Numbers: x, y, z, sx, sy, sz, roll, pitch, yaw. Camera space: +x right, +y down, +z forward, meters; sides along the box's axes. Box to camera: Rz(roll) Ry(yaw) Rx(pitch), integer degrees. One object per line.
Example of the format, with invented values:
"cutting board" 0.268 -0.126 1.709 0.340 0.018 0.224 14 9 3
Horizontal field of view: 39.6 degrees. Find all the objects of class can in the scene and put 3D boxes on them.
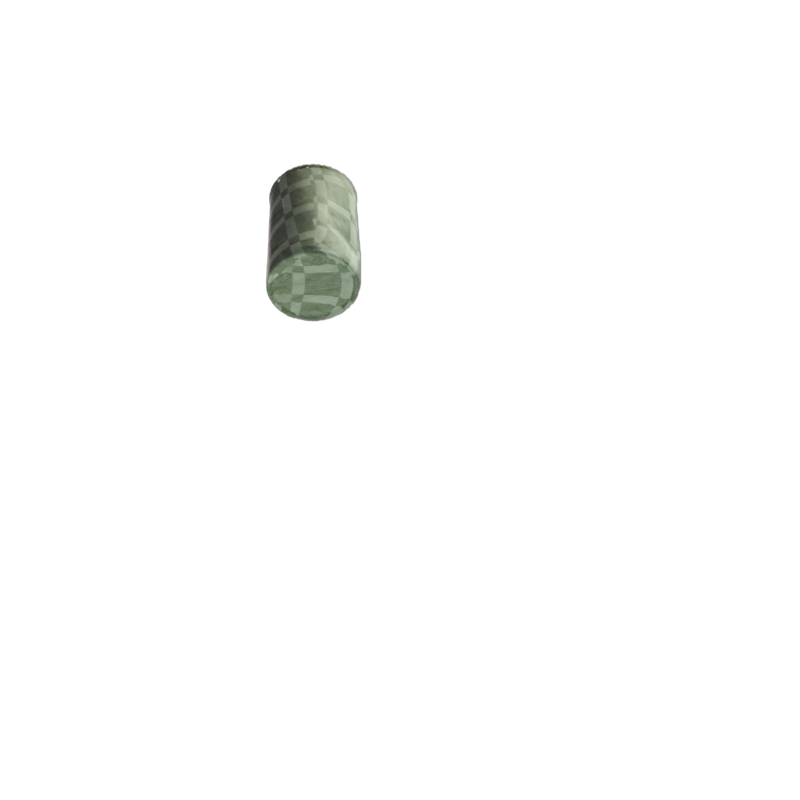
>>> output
"can" -0.064 -0.116 0.812 0.068 0.064 0.110 -1 44 -3
